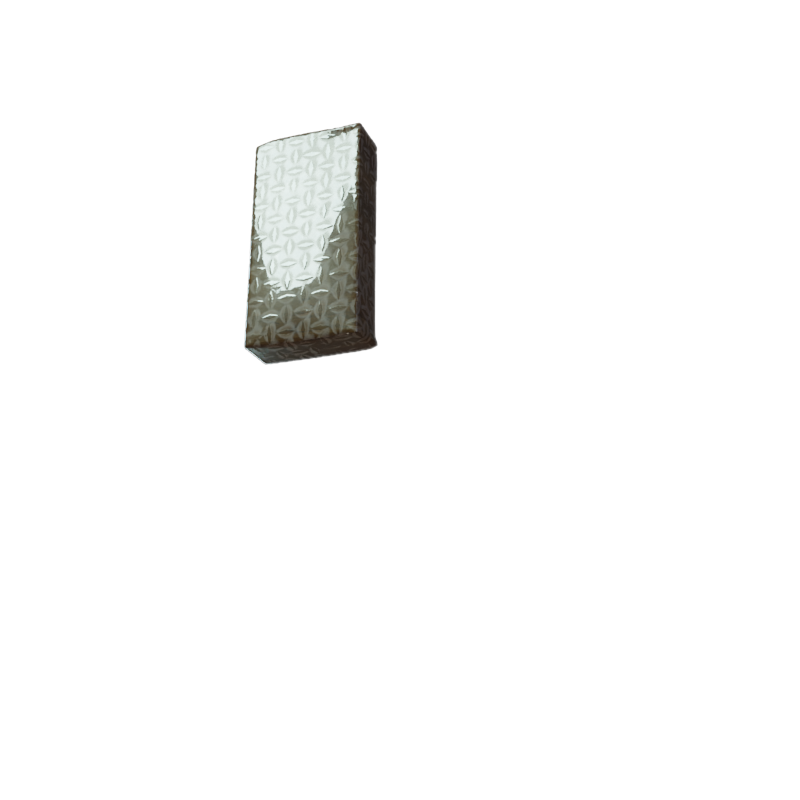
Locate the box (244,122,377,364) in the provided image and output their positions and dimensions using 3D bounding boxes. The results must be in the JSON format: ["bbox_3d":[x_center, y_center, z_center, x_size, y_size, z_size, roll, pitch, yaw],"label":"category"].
[{"bbox_3d":[-0.066,-0.121,0.844,0.095,0.186,0.045,-10,-25,19],"label":"box"}]
